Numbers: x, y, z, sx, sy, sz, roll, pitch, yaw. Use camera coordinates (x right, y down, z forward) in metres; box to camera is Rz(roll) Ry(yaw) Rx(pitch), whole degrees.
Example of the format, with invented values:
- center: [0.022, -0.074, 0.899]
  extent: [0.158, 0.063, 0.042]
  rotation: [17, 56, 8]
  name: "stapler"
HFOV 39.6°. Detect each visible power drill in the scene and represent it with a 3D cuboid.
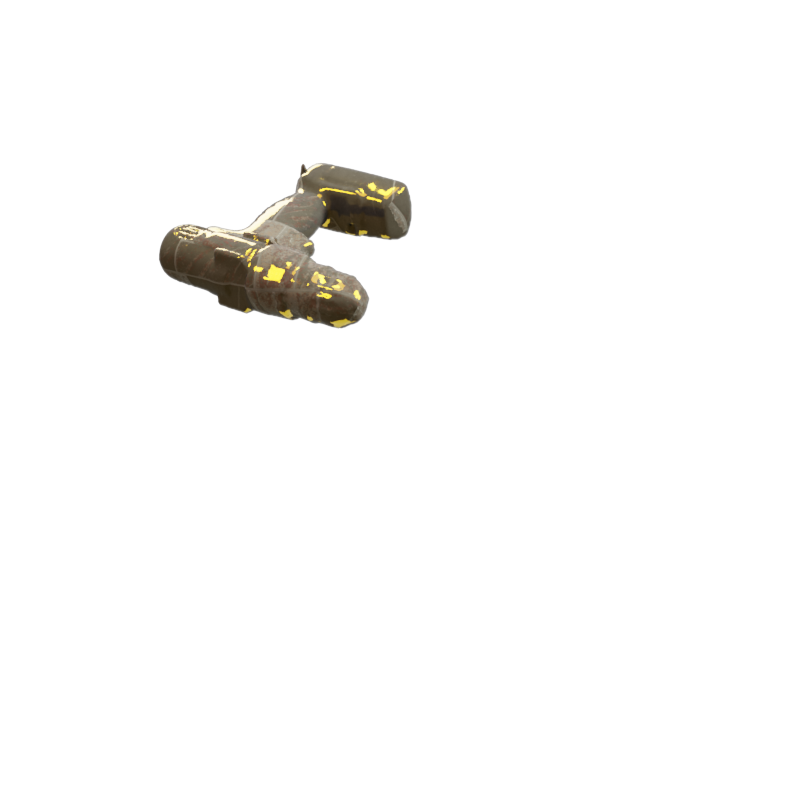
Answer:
- center: [-0.069, -0.126, 0.881]
  extent: [0.194, 0.054, 0.189]
  rotation: [19, 36, 28]
  name: "power drill"
